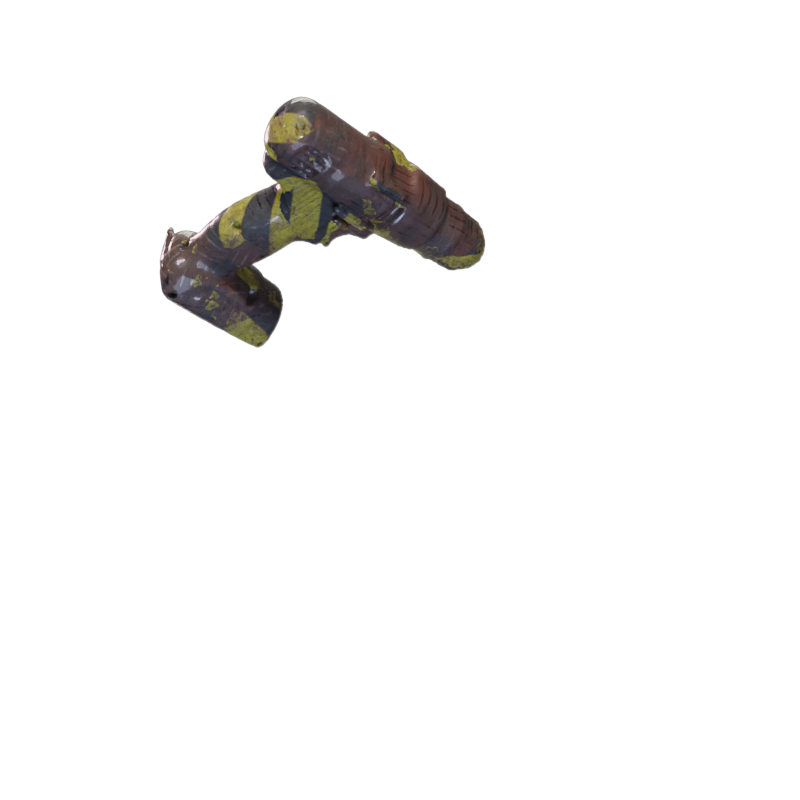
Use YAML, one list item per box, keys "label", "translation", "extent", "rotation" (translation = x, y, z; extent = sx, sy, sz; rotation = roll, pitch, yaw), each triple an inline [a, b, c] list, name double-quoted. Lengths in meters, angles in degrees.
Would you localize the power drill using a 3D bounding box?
- label: "power drill"
  translation: [-0.060, -0.109, 0.764]
  extent: [0.173, 0.062, 0.186]
  rotation: [33, -51, -32]
